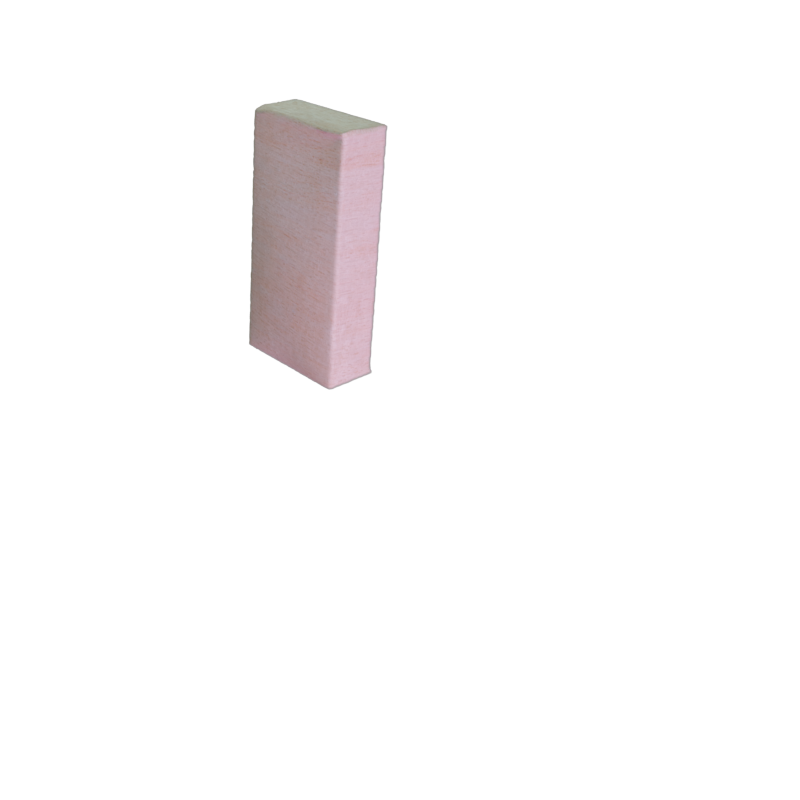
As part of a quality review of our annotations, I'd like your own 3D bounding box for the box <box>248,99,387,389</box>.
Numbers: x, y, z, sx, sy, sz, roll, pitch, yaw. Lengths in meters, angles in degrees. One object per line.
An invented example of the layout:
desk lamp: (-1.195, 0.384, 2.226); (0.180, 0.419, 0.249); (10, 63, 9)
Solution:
box: (-0.059, -0.106, 0.745); (0.047, 0.168, 0.099); (-17, 29, -39)
